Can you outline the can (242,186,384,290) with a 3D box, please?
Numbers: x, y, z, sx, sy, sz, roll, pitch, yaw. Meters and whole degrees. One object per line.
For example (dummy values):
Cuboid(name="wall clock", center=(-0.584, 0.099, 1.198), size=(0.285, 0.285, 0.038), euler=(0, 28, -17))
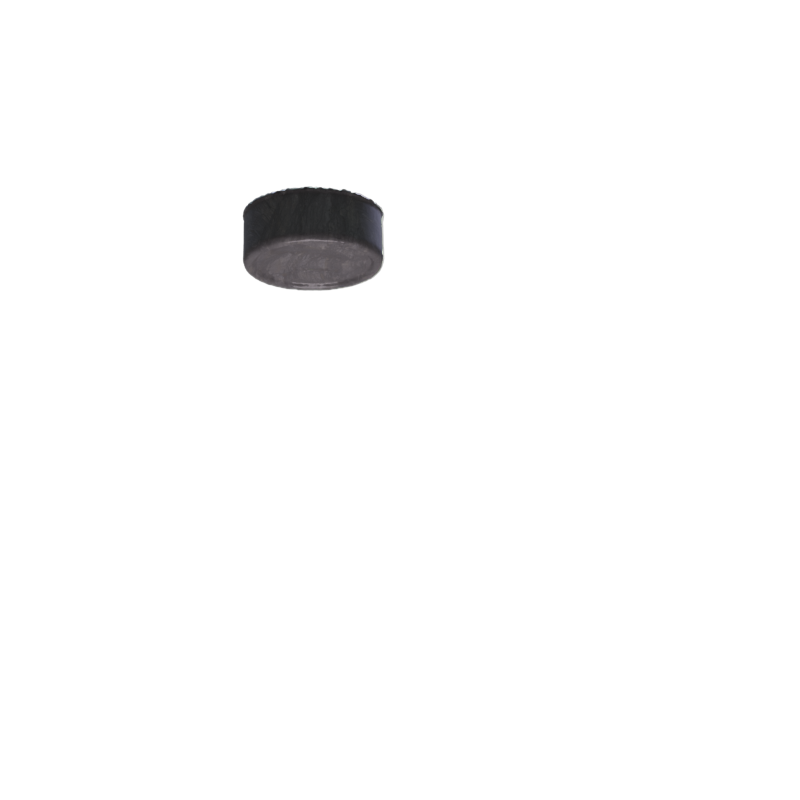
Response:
Cuboid(name="can", center=(-0.052, -0.095, 0.666), size=(0.086, 0.035, 0.082), euler=(0, -17, -2))
